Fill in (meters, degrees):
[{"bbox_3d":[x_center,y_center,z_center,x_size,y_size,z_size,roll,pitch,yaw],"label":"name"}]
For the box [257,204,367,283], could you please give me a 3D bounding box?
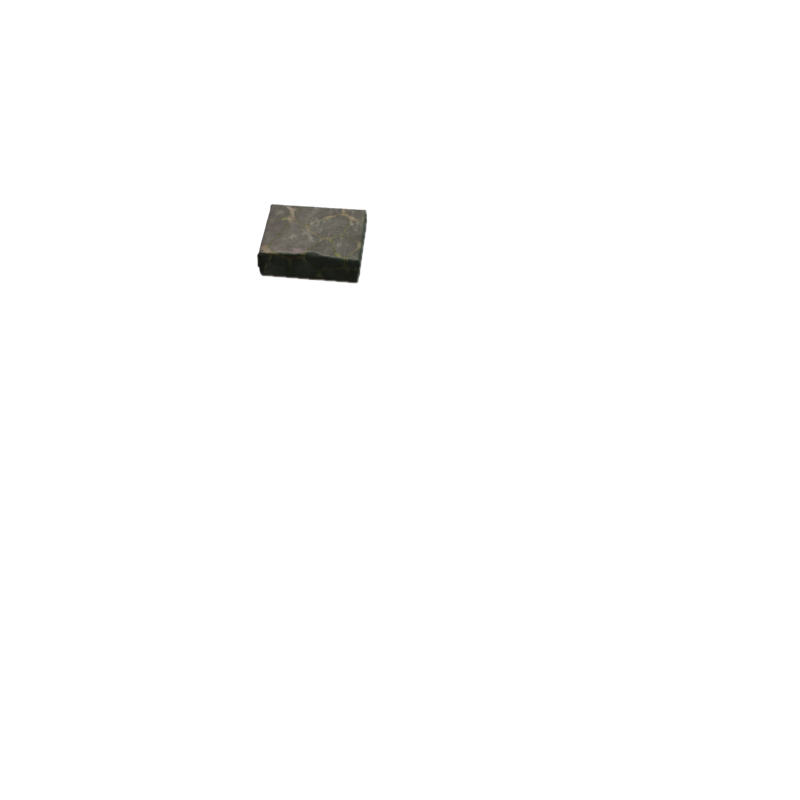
[{"bbox_3d":[-0.077,-0.140,0.978,0.090,0.028,0.078,4,43,4],"label":"box"}]
